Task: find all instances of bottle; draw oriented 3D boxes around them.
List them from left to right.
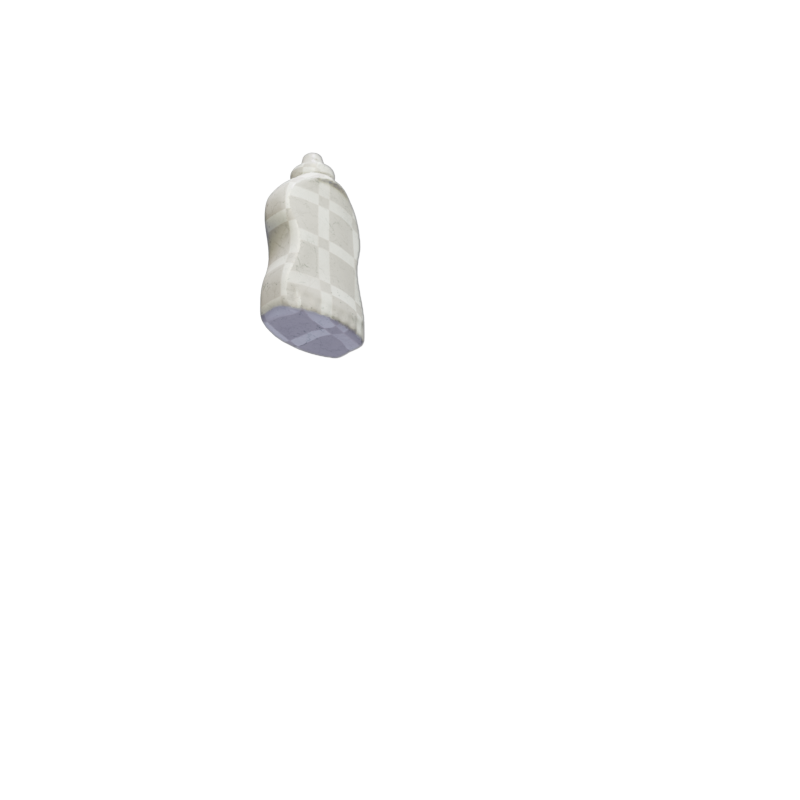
[{"bbox_3d":[-0.076,-0.138,0.967,0.090,0.205,0.058,25,-42,-36],"label":"bottle"}]
